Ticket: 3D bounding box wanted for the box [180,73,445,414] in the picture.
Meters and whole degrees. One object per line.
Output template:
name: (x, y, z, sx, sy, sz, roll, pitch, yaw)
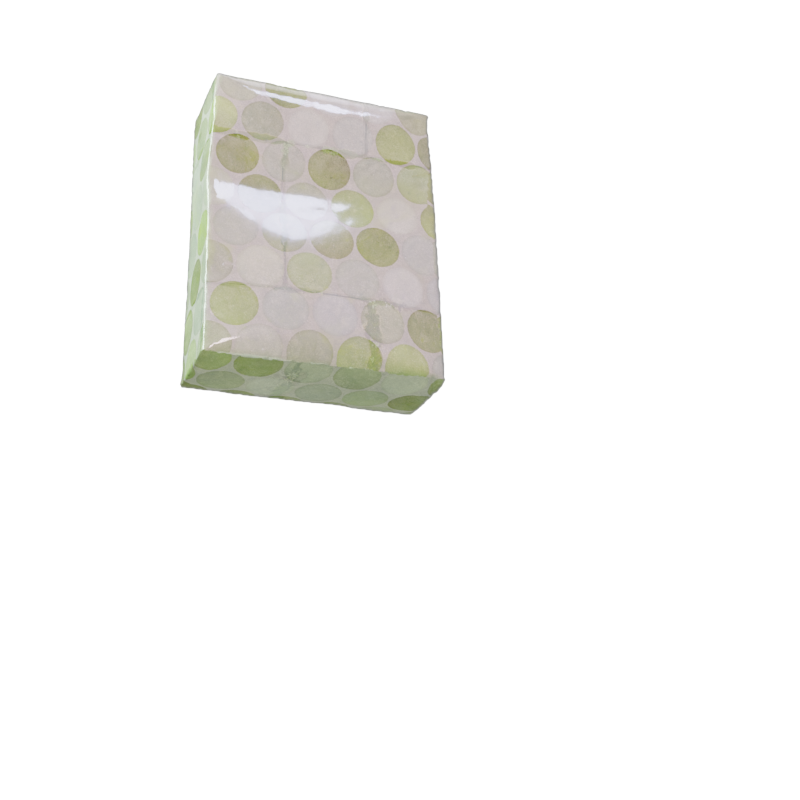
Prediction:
box: (-0.059, -0.108, 0.757, 0.160, 0.227, 0.069, 7, -29, -18)
